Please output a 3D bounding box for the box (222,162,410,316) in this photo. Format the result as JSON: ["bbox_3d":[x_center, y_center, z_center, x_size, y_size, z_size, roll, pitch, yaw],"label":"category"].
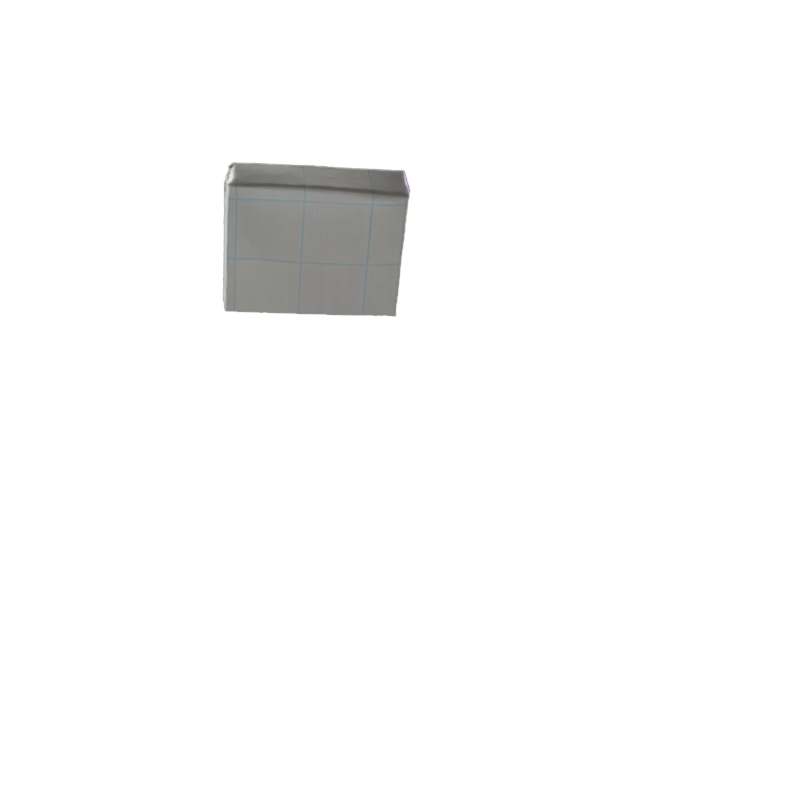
[{"bbox_3d":[-0.054,-0.099,0.695,0.113,0.085,0.041,4,31,-3],"label":"box"}]
